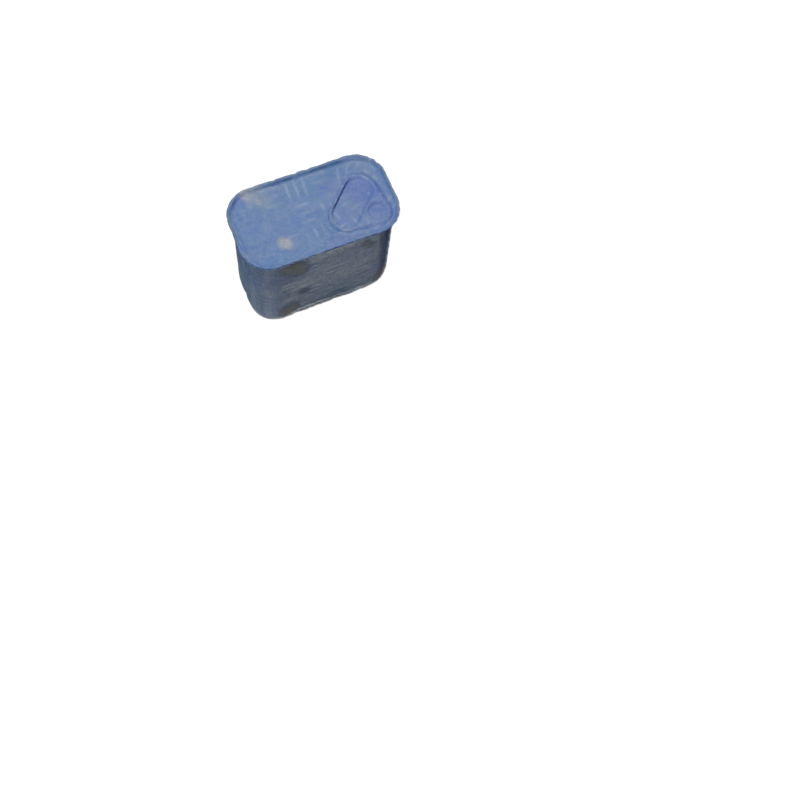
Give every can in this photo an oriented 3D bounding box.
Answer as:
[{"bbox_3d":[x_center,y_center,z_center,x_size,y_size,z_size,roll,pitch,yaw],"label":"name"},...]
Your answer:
[{"bbox_3d":[-0.055,-0.100,0.701,0.101,0.061,0.079,-20,-20,-10],"label":"can"}]
